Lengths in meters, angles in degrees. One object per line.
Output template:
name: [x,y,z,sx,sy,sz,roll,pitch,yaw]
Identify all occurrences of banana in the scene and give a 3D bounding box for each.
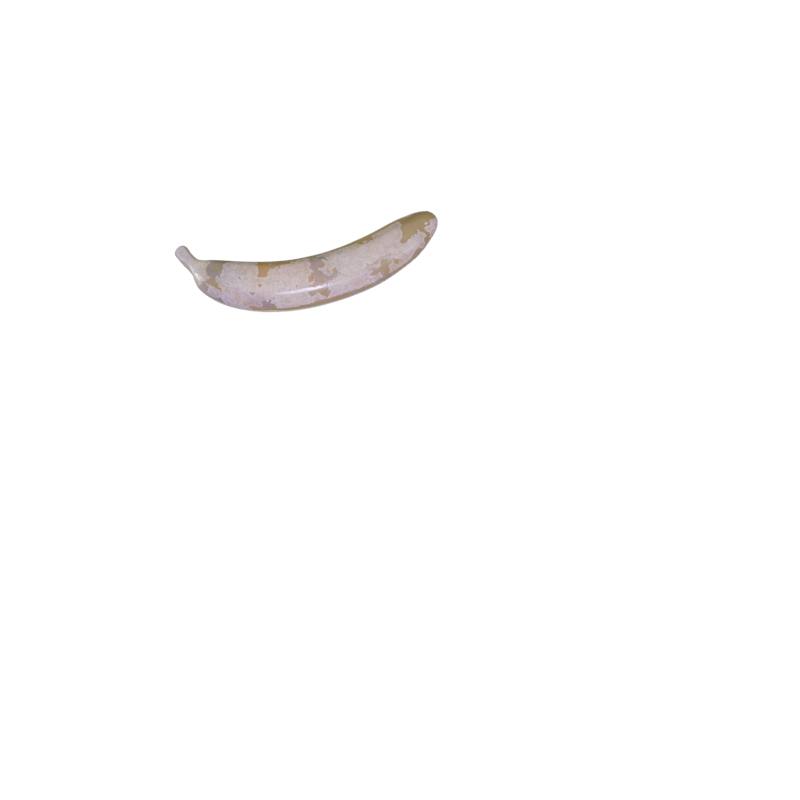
banana: [-0.065,-0.099,0.809,0.197,0.074,0.035,-8,-26,-4]
